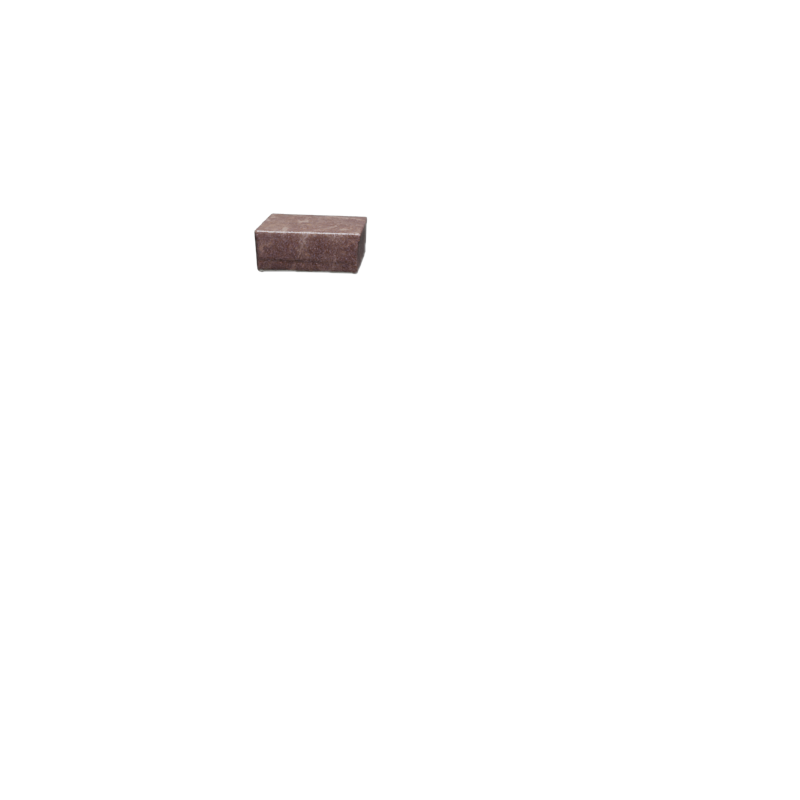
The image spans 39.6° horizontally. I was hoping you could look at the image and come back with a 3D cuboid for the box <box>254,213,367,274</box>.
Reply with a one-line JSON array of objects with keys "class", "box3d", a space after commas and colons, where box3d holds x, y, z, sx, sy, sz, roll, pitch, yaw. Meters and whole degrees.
[{"class": "box", "box3d": [-0.076, -0.139, 0.974, 0.090, 0.038, 0.117, 1, 18, 3]}]
